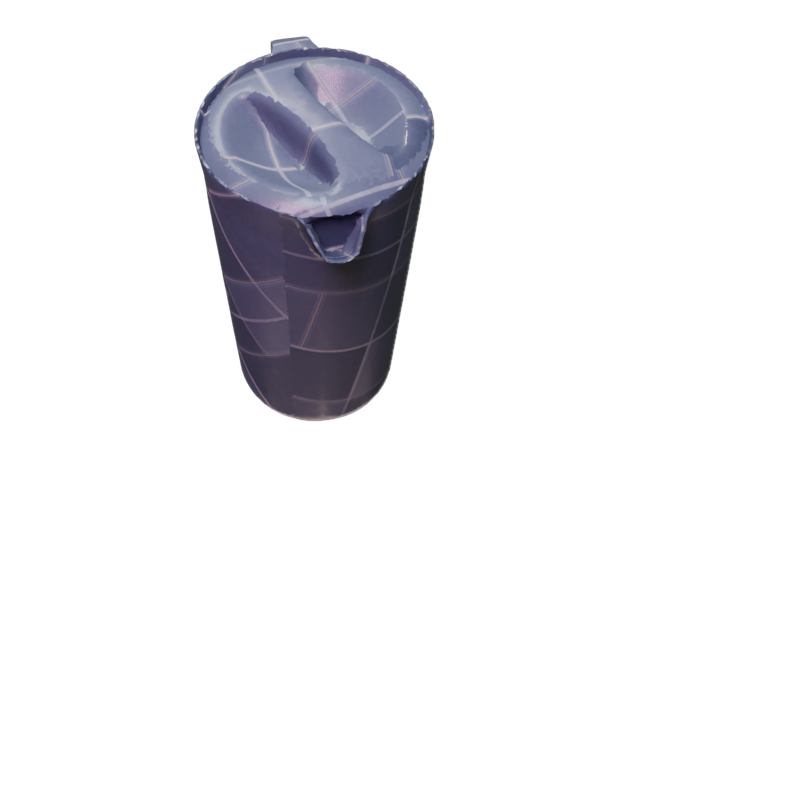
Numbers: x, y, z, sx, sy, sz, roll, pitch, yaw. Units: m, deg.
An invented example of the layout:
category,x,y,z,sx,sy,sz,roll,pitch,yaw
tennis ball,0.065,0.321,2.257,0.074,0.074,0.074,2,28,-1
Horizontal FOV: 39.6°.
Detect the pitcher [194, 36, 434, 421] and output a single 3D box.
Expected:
category,x,y,z,sx,sy,sz,roll,pitch,yaw
pitcher,-0.055,-0.101,0.707,0.151,0.153,0.227,29,-32,16
